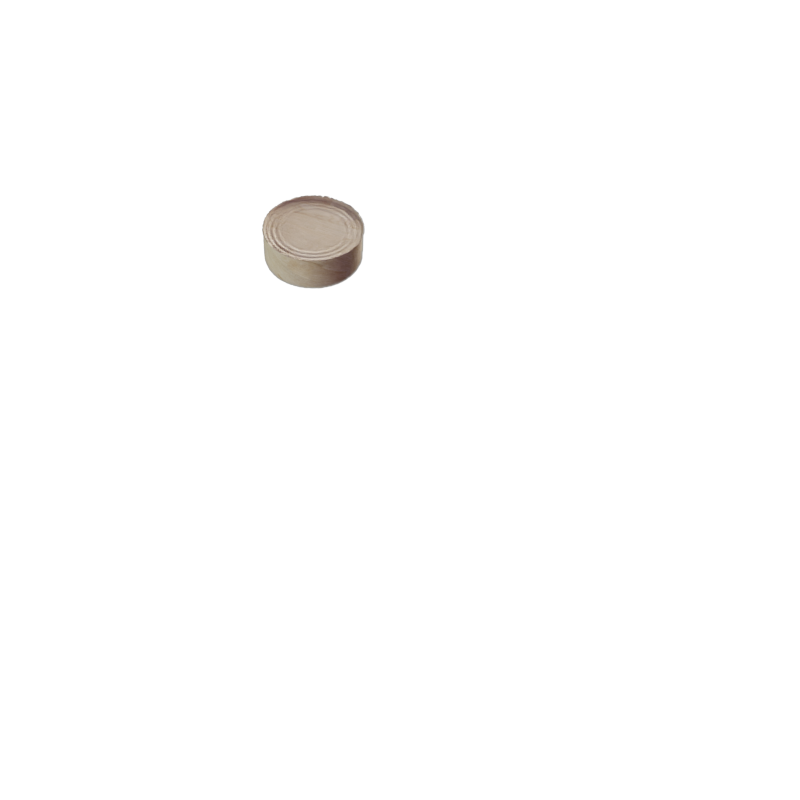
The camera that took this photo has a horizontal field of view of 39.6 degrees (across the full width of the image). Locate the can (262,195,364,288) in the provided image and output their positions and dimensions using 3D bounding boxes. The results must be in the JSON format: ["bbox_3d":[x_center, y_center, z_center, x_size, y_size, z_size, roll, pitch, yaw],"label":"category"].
[{"bbox_3d":[-0.073,-0.134,0.938,0.086,0.031,0.092,-1,45,-1],"label":"can"}]
